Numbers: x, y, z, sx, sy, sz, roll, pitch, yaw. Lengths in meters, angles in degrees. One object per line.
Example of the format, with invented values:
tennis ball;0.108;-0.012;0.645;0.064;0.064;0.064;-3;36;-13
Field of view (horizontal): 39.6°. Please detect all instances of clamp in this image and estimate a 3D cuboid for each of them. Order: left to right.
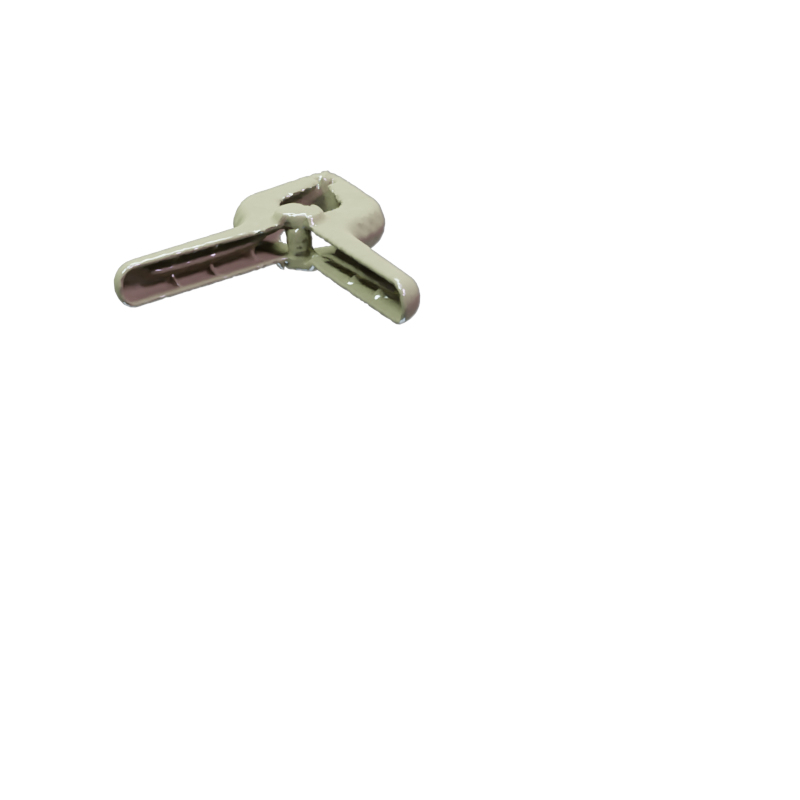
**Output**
clamp;-0.052;-0.094;0.661;0.169;0.035;0.216;7;27;14
